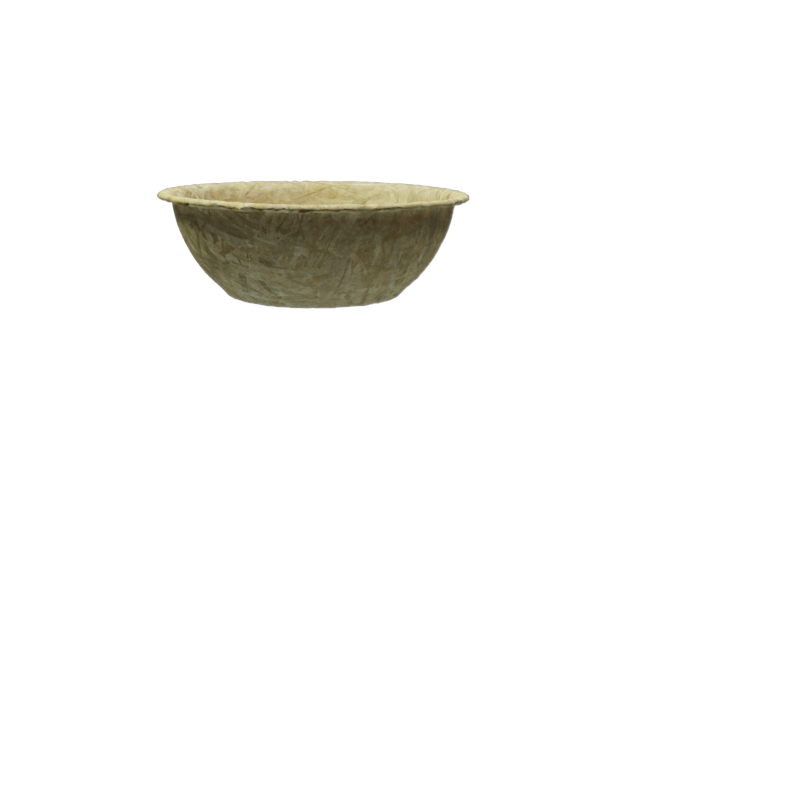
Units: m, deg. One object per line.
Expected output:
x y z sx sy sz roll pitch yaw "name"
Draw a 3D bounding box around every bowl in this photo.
-0.046 -0.083 0.582 0.162 0.054 0.167 0 14 -2 "bowl"
